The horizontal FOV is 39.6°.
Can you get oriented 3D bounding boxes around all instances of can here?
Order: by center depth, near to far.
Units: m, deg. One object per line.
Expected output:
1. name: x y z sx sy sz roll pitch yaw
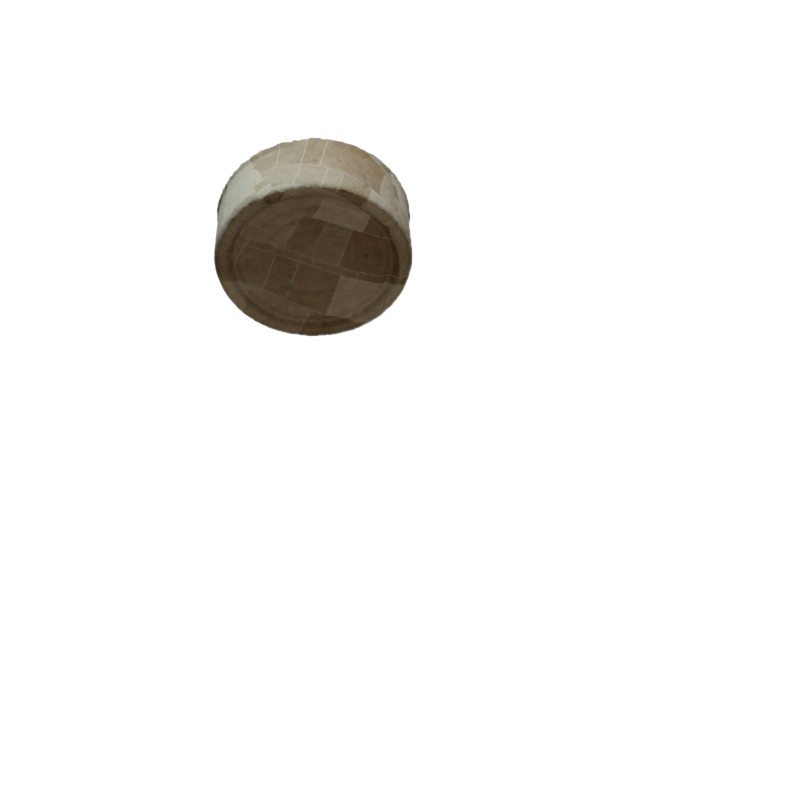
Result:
1. can: -0.038 -0.069 0.481 0.086 0.080 0.036 1 42 -1
